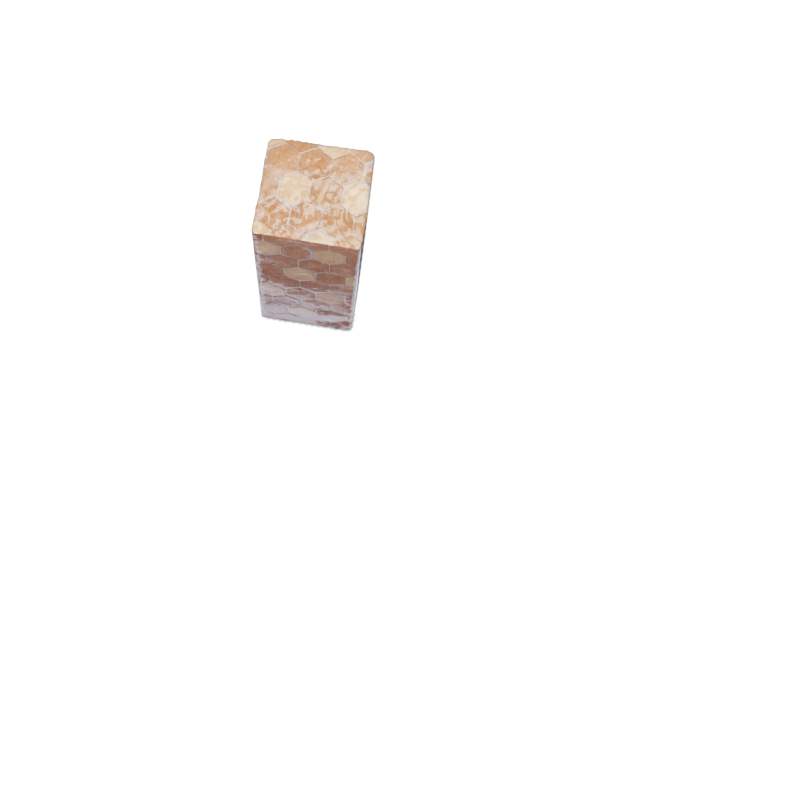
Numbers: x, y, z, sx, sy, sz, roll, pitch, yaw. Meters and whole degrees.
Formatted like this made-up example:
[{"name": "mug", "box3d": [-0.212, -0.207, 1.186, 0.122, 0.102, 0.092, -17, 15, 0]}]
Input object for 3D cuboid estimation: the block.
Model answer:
[{"name": "block", "box3d": [-0.077, -0.142, 0.988, 0.091, 0.094, 0.198, 9, -17, -1]}]
